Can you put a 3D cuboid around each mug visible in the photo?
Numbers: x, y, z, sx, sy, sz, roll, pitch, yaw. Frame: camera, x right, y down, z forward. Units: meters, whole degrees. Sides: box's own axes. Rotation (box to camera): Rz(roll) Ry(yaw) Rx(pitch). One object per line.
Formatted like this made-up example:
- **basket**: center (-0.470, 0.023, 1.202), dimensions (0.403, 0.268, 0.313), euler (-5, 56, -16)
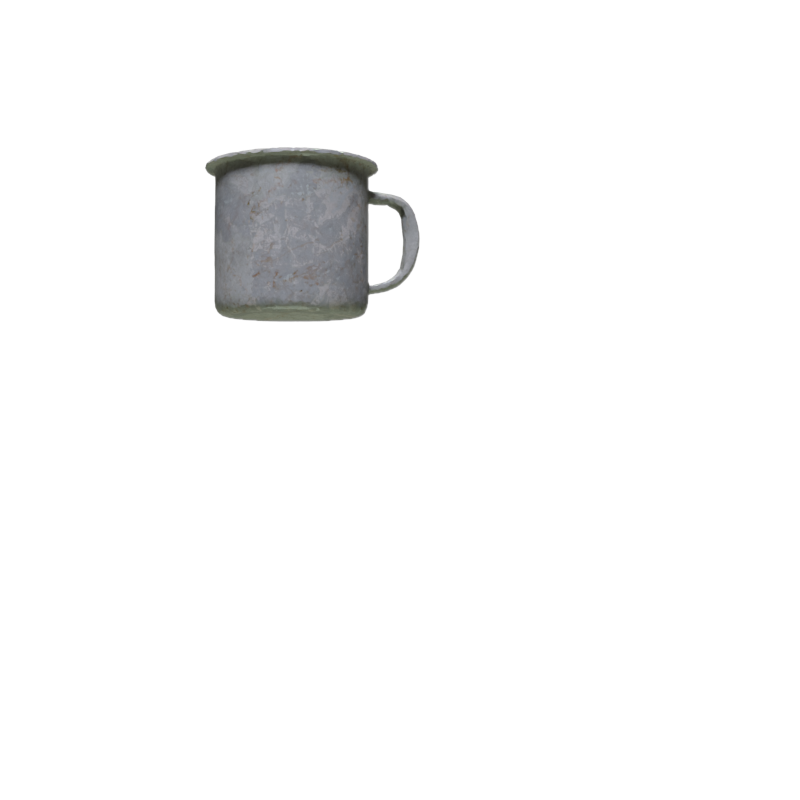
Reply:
- **mug**: center (-0.047, -0.085, 0.594), dimensions (0.115, 0.083, 0.094), euler (1, -4, -17)
